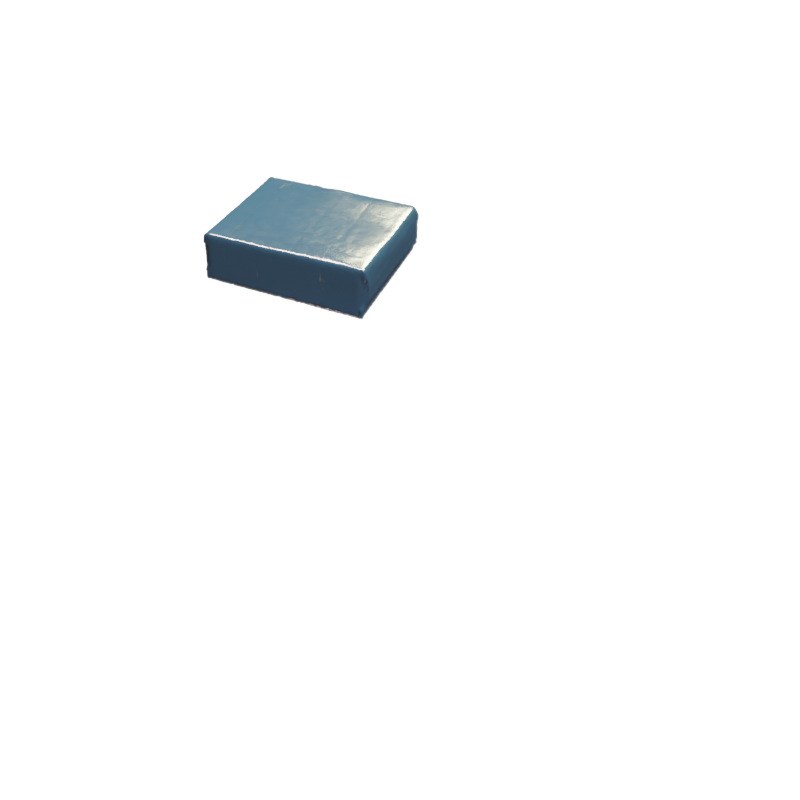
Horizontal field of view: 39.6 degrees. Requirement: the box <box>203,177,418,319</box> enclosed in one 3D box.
[{"bbox_3d":[-0.045,-0.081,0.571,0.092,0.028,0.075,14,37,19],"label":"box"}]
